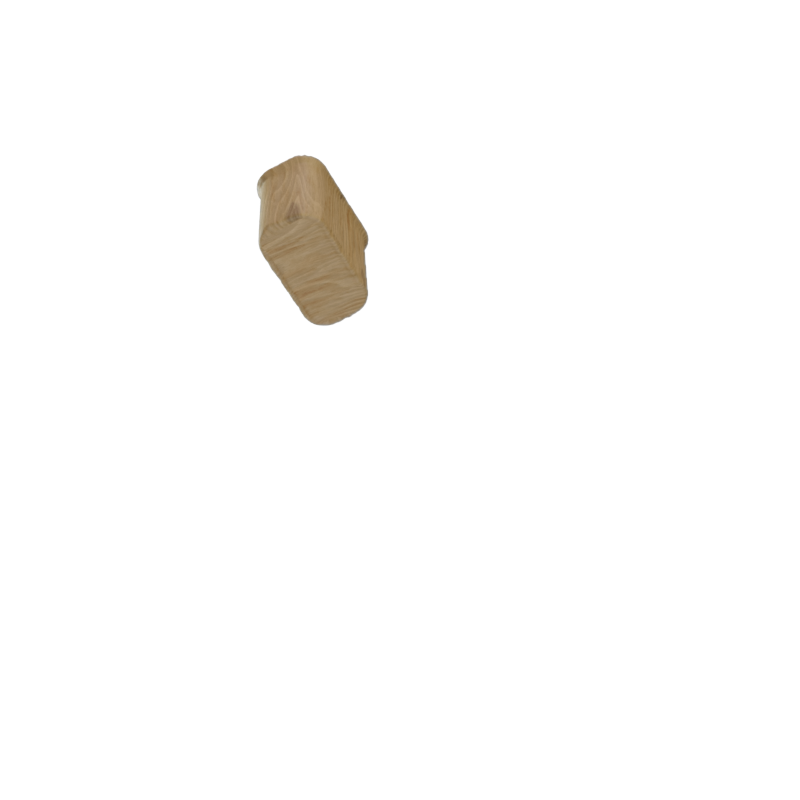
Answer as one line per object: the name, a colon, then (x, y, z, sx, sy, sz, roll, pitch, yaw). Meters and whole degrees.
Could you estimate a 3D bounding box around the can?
can: (-0.065, -0.118, 0.825, 0.058, 0.095, 0.089, -25, 33, 15)
